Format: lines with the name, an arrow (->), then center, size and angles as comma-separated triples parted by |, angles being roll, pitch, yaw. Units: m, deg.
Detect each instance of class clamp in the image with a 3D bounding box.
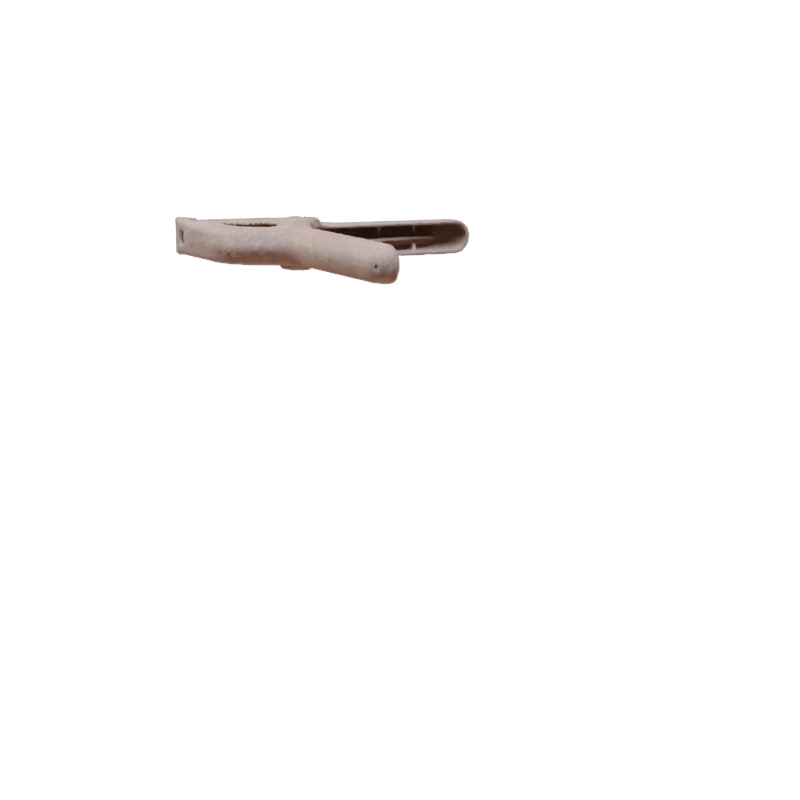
clamp -> -0.062, -0.113, 0.792 | 0.218, 0.035, 0.162 | 8, 16, 28
